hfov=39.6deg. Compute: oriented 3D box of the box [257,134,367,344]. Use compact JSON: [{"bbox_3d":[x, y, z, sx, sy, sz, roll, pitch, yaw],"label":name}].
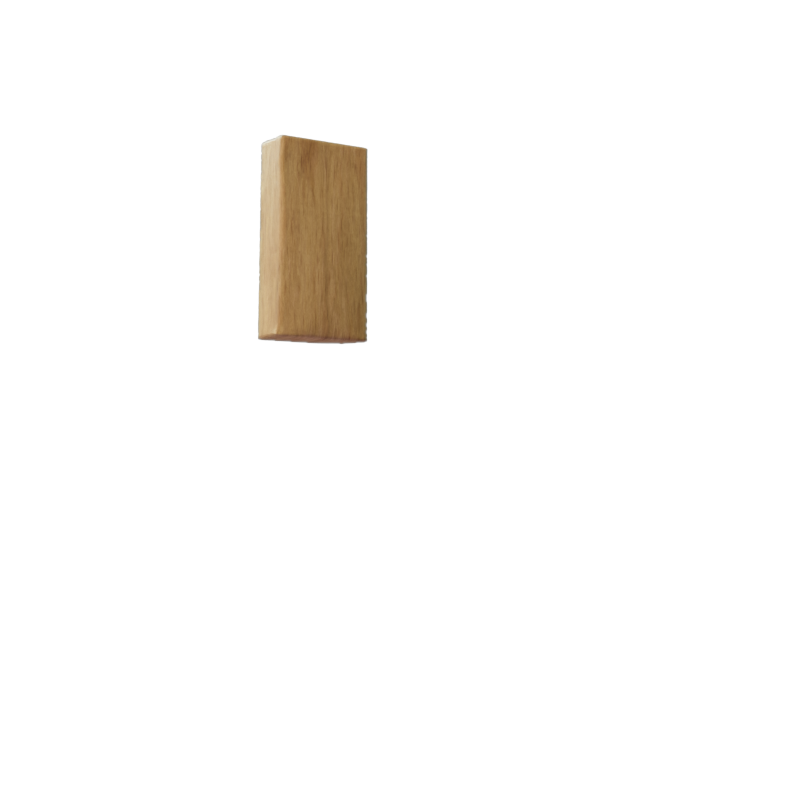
[{"bbox_3d":[-0.077,-0.140,0.981,0.089,0.181,0.049,5,-12,-33],"label":"box"}]
